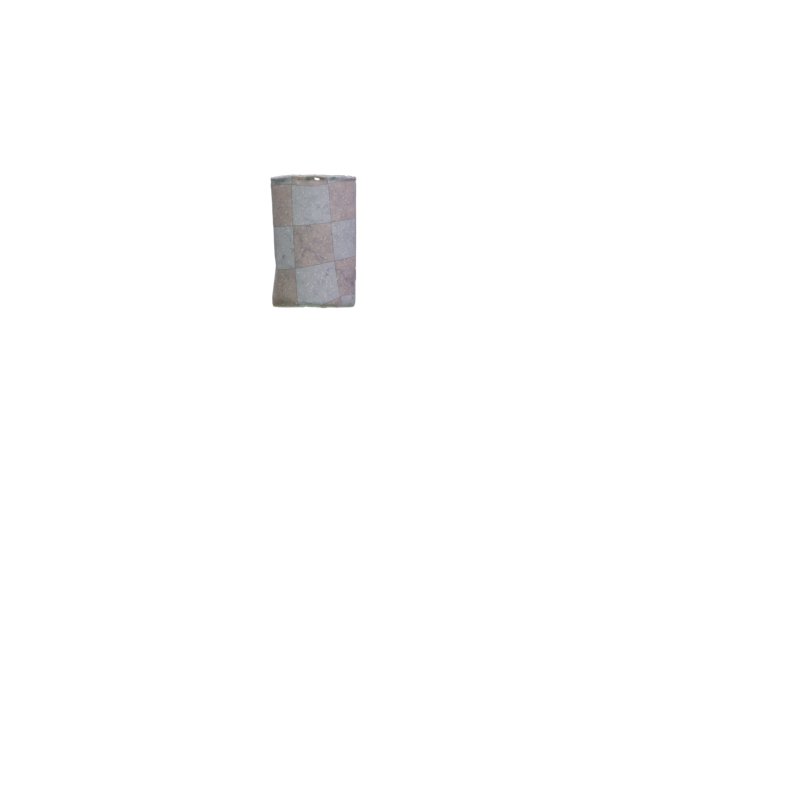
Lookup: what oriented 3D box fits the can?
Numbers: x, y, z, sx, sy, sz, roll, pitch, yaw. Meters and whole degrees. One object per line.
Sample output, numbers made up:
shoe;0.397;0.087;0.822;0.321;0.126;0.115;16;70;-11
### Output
can;-0.068;-0.125;0.873;0.068;0.102;0.069;0;2;-2
